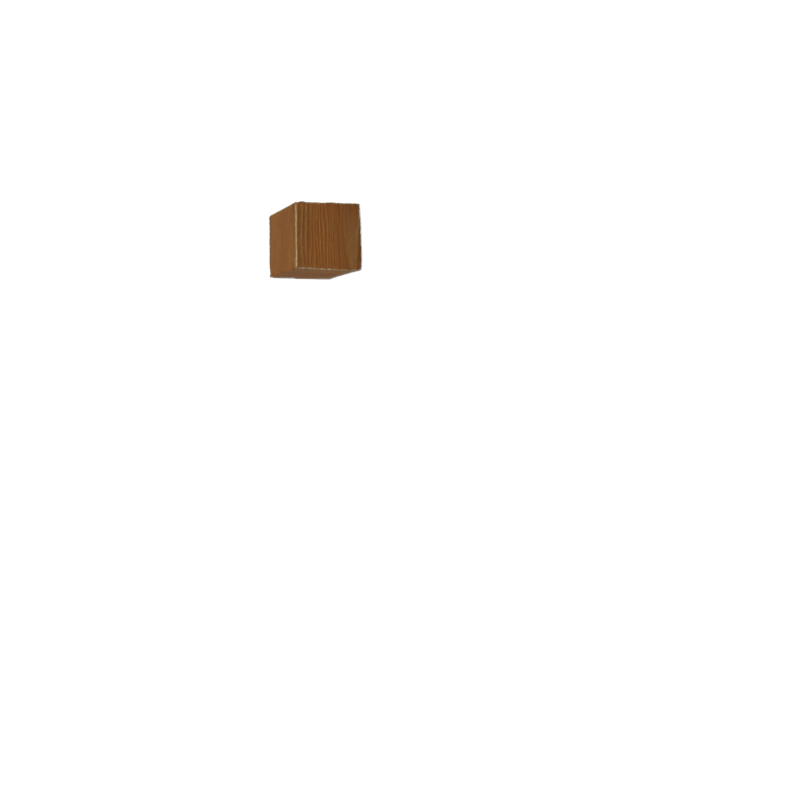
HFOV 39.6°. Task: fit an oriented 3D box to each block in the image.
[{"bbox_3d":[-0.067,-0.122,0.853,0.051,0.052,0.079,1,-2,-21],"label":"block"}]
